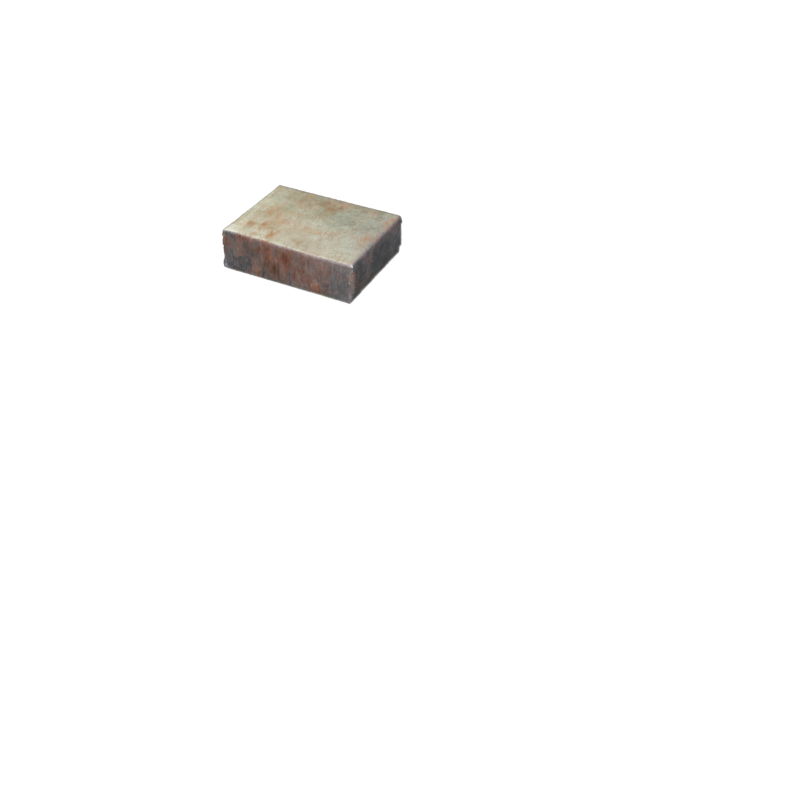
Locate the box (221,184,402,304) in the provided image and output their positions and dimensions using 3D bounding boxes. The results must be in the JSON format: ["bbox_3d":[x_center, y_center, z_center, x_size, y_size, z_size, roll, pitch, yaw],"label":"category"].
[{"bbox_3d":[-0.067,-0.122,0.854,0.118,0.037,0.092,15,36,21],"label":"box"}]
